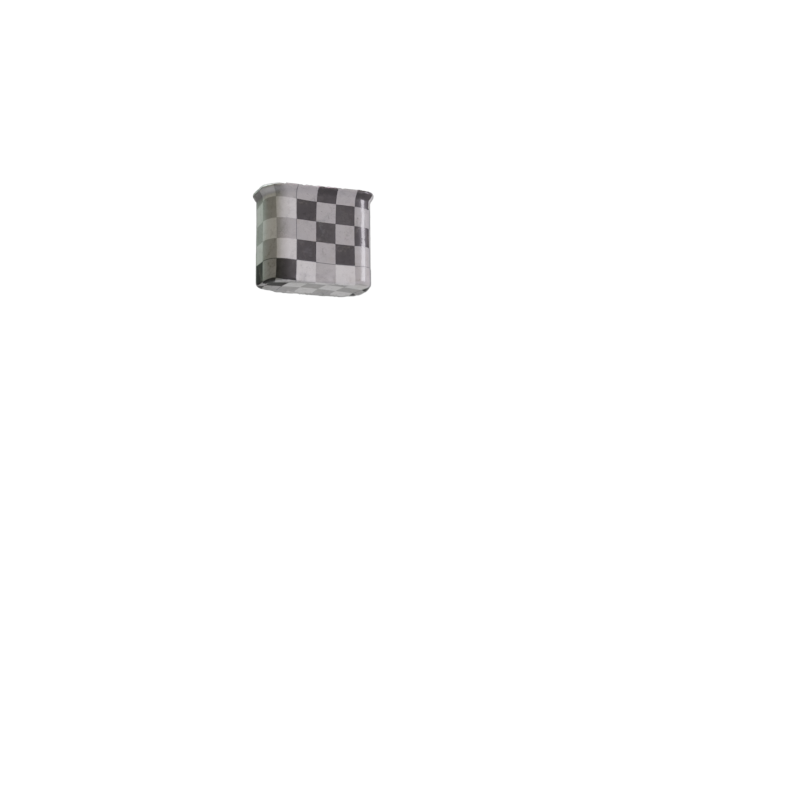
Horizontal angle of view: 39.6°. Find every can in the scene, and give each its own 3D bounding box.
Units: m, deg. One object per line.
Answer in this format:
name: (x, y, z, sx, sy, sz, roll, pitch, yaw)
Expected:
can: (-0.074, -0.135, 0.948, 0.099, 0.086, 0.057, 3, -12, -21)
